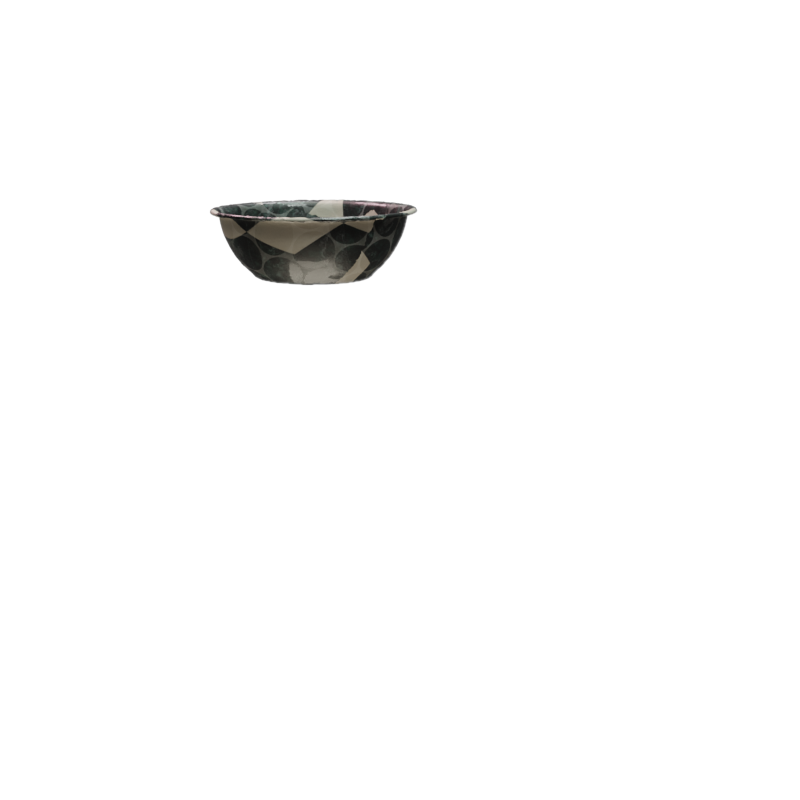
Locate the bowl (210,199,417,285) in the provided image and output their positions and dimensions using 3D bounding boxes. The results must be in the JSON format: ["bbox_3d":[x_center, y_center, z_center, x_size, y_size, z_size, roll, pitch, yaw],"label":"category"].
[{"bbox_3d":[-0.068,-0.124,0.867,0.162,0.054,0.167,0,14,-2],"label":"bowl"}]
